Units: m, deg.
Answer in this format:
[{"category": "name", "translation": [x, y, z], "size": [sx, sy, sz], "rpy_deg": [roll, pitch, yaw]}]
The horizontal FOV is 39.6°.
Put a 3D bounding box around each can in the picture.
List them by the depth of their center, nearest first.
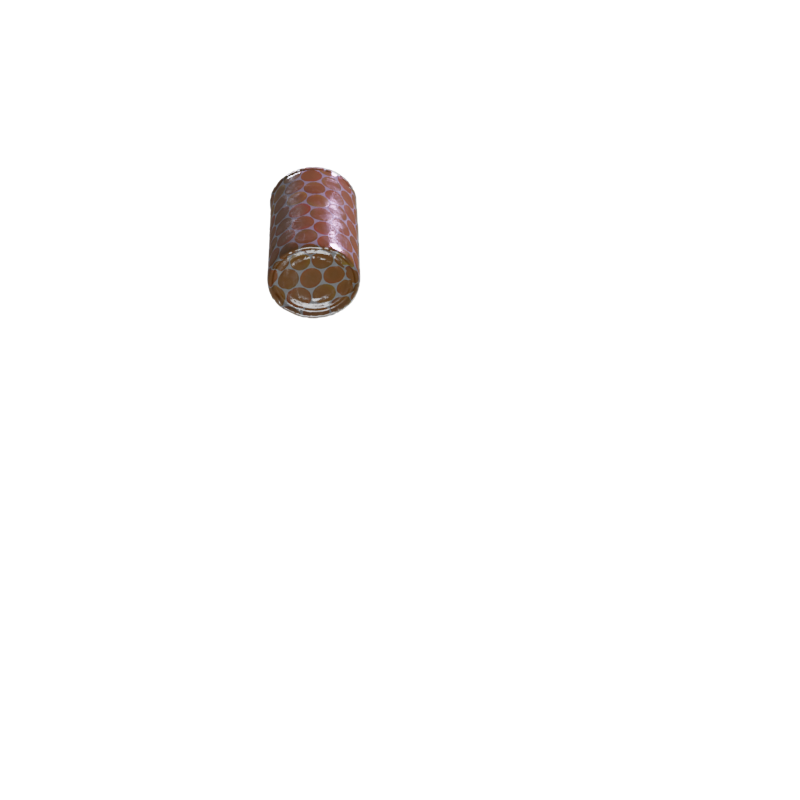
[{"category": "can", "translation": [-0.065, -0.118, 0.825], "size": [0.068, 0.064, 0.110], "rpy_deg": [-1, 40, -3]}]
